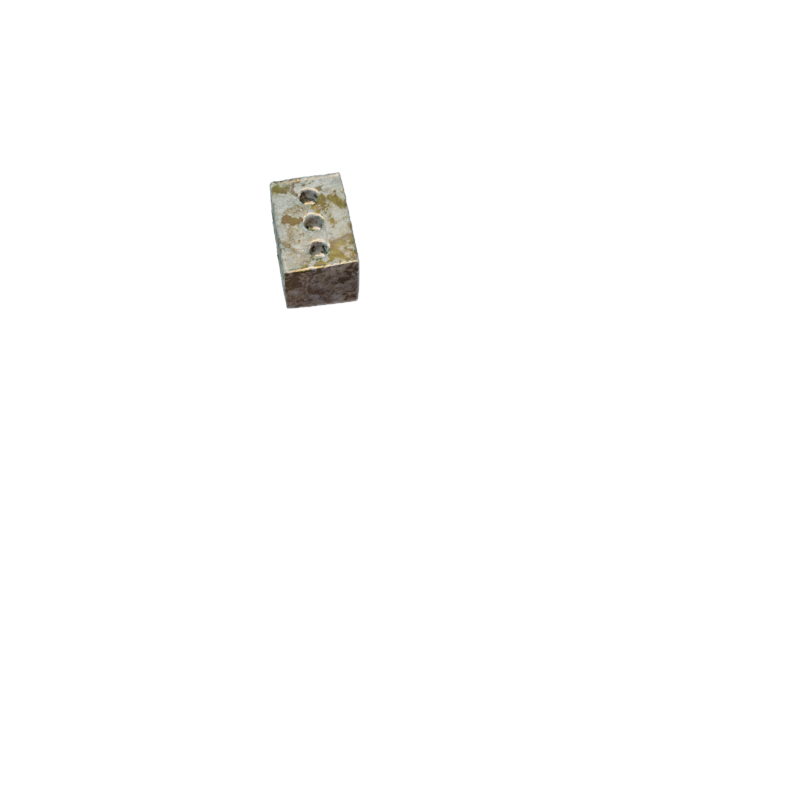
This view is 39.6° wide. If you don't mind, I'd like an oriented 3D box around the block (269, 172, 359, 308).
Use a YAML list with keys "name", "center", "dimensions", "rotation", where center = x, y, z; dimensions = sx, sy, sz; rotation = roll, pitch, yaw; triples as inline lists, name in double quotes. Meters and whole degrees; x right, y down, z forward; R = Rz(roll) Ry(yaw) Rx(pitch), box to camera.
- name: "block"
  center: [-0.061, -0.111, 0.780]
  dimensions: [0.052, 0.083, 0.048]
  rotation: [-9, -28, -7]
